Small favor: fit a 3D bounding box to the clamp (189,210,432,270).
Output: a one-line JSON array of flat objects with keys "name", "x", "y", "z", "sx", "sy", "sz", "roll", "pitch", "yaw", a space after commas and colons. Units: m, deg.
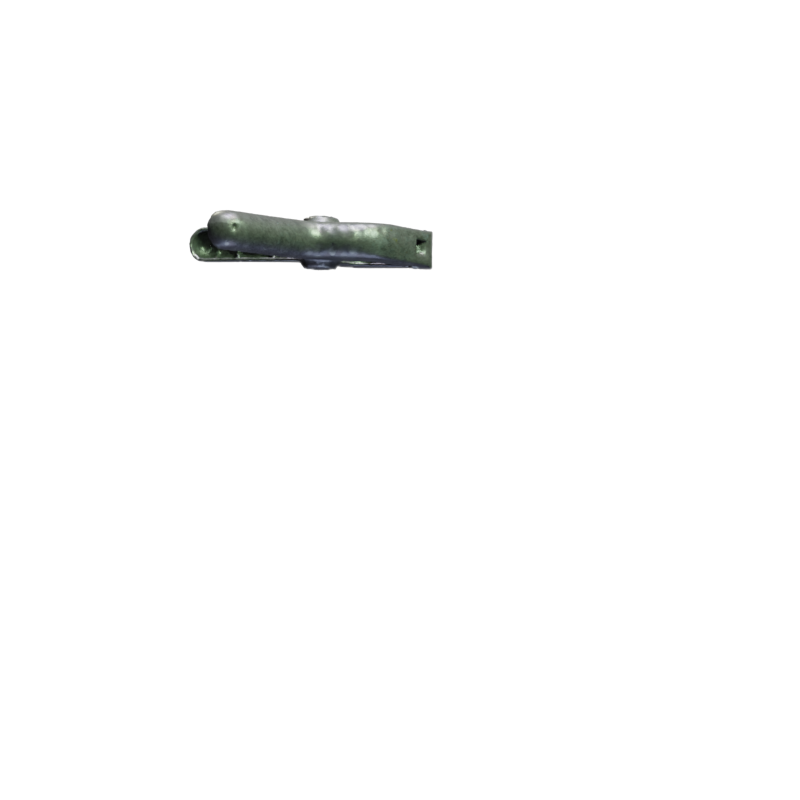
[{"name": "clamp", "x": -0.059, "y": -0.107, "z": 0.749, "sx": 0.170, "sy": 0.039, "sz": 0.122, "roll": -1, "pitch": 7, "yaw": -5}]
